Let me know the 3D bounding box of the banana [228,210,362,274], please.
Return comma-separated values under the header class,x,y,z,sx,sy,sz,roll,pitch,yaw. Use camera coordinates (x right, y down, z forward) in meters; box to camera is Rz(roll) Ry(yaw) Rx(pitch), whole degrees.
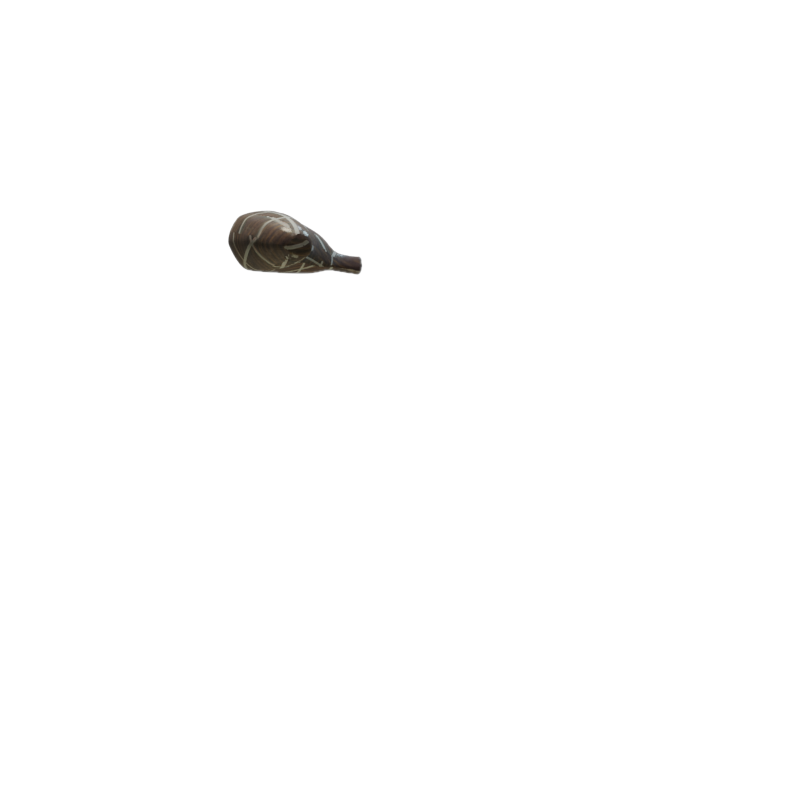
class,x,y,z,sx,sy,sz,roll,pitch,yaw
banana,-0.071,-0.097,0.680,0.070,0.037,0.196,0,5,7
